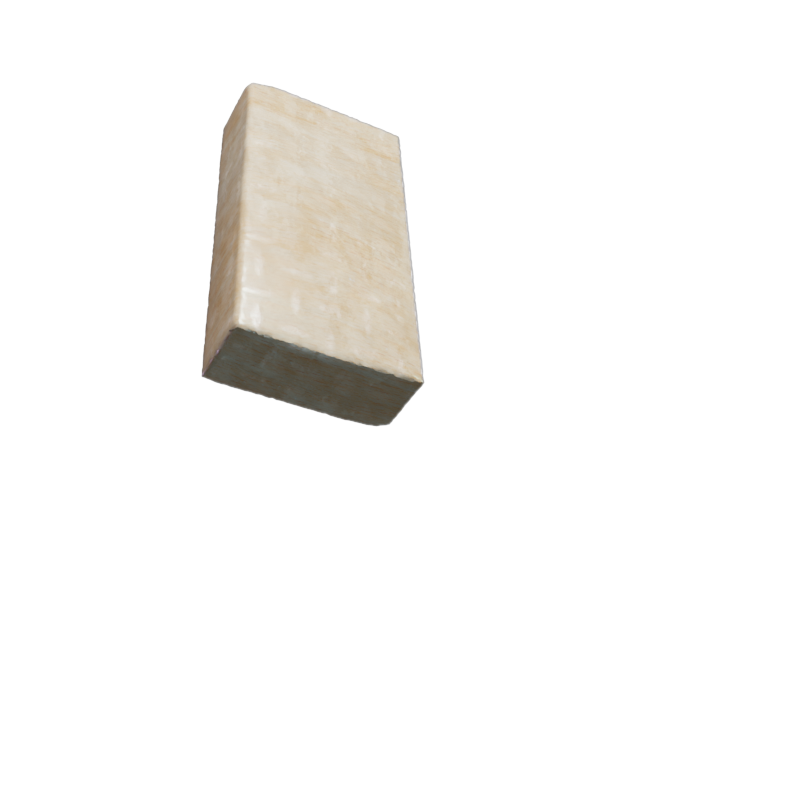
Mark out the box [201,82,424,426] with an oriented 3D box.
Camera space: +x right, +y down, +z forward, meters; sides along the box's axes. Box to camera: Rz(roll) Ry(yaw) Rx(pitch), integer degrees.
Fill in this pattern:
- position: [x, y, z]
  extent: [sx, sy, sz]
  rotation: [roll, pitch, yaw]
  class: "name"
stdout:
- position: [-0.042, -0.078, 0.542]
  extent: [0.090, 0.189, 0.046]
  rotation: [16, -44, -21]
  class: "box"
